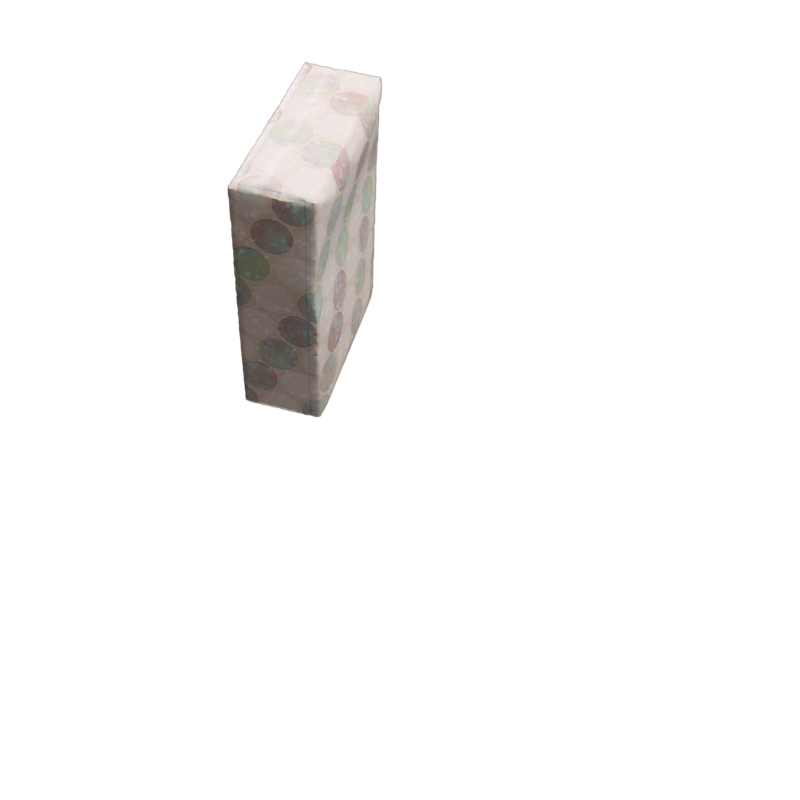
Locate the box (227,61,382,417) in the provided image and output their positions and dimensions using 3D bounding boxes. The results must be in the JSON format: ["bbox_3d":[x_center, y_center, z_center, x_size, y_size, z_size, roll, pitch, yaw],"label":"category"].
[{"bbox_3d":[-0.066,-0.120,0.841,0.073,0.199,0.173,12,46,8],"label":"box"}]
